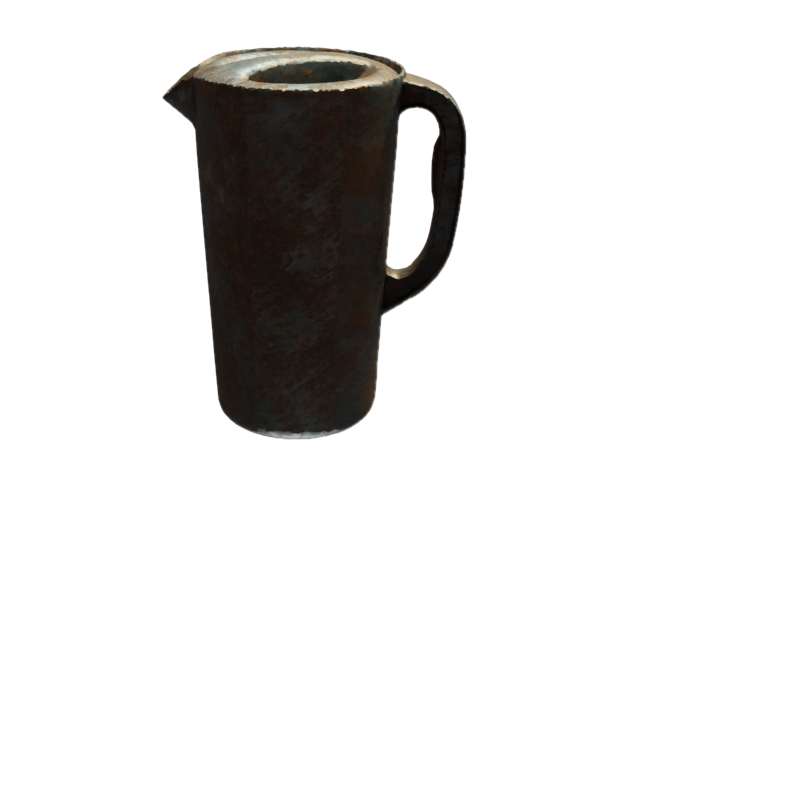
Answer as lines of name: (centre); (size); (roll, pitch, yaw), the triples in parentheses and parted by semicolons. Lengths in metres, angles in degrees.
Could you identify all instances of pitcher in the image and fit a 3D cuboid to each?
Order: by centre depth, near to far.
pitcher: (-0.056, -0.103, 0.719); (0.159, 0.231, 0.143); (22, 31, 39)
